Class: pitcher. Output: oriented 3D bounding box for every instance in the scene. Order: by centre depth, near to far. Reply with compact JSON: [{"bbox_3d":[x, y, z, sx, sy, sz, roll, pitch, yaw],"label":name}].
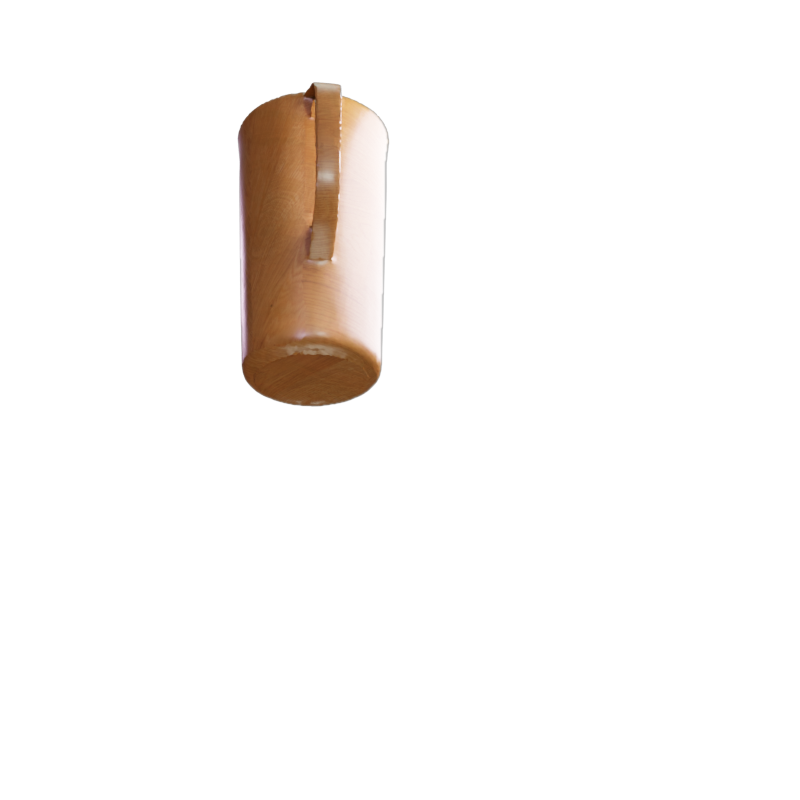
[{"bbox_3d":[-0.071,-0.129,0.905,0.146,0.259,0.138,-21,-36,28],"label":"pitcher"}]
